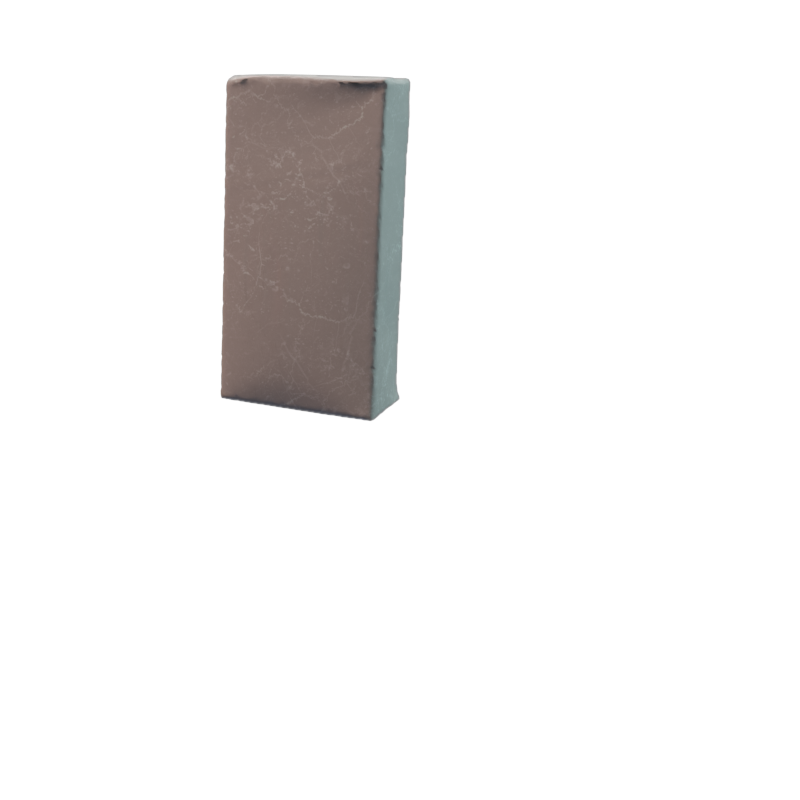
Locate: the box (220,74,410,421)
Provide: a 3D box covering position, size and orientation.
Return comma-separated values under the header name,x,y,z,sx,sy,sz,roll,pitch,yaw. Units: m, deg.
name,x,y,z,sx,sy,sz,roll,pitch,yaw
box,-0.047,-0.084,0.591,0.096,0.172,0.048,5,12,22
